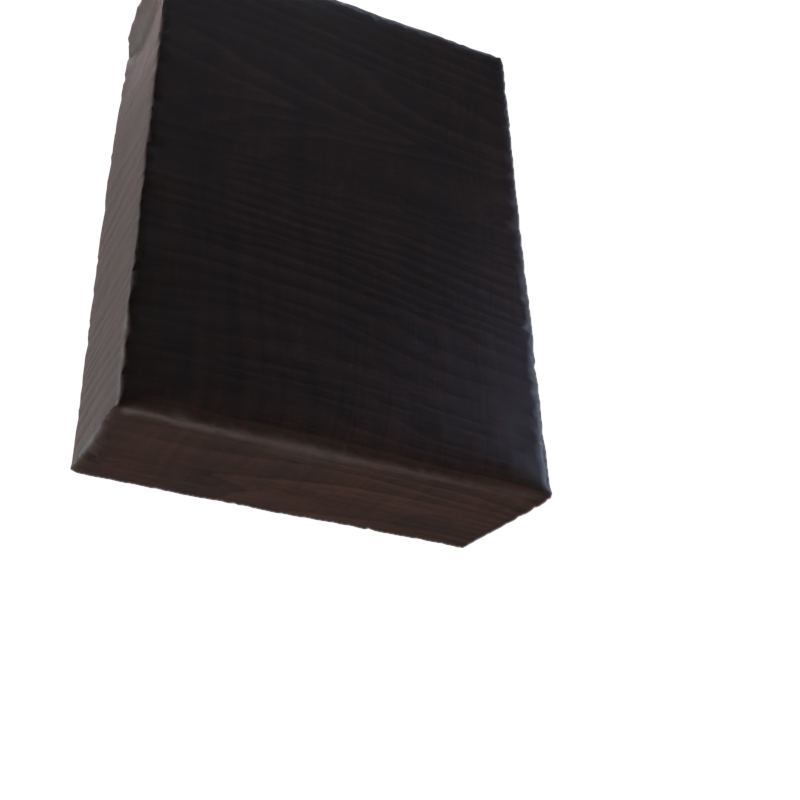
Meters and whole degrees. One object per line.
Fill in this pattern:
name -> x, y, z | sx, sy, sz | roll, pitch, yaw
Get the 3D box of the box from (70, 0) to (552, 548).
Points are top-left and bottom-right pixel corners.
box -> -0.035, -0.064, 0.446 | 0.158, 0.228, 0.070 | 13, -35, -23
